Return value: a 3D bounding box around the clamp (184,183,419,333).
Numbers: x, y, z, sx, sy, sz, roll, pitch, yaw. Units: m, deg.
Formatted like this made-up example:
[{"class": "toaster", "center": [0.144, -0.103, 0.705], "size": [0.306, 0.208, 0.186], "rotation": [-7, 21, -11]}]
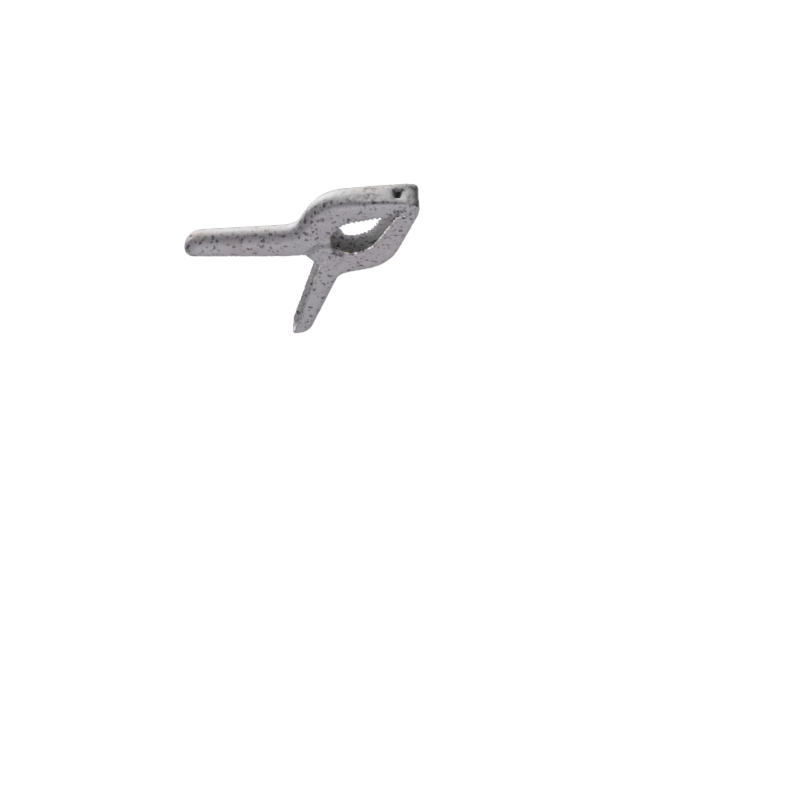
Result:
[{"class": "clamp", "center": [-0.078, -0.142, 0.992], "size": [0.209, 0.039, 0.154], "rotation": [-29, -45, 34]}]
